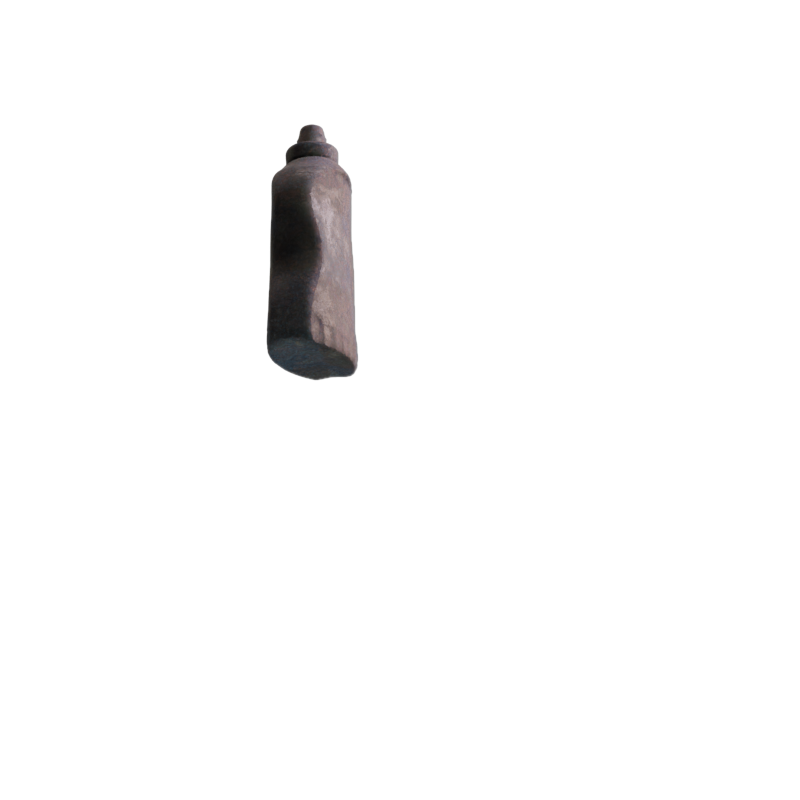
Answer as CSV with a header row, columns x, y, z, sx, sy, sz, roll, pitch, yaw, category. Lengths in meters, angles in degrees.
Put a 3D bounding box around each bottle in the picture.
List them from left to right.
x,y,z,sx,sy,sz,roll,pitch,yaw,category
-0.065,-0.118,0.829,0.059,0.201,0.090,-9,-22,19,bottle
